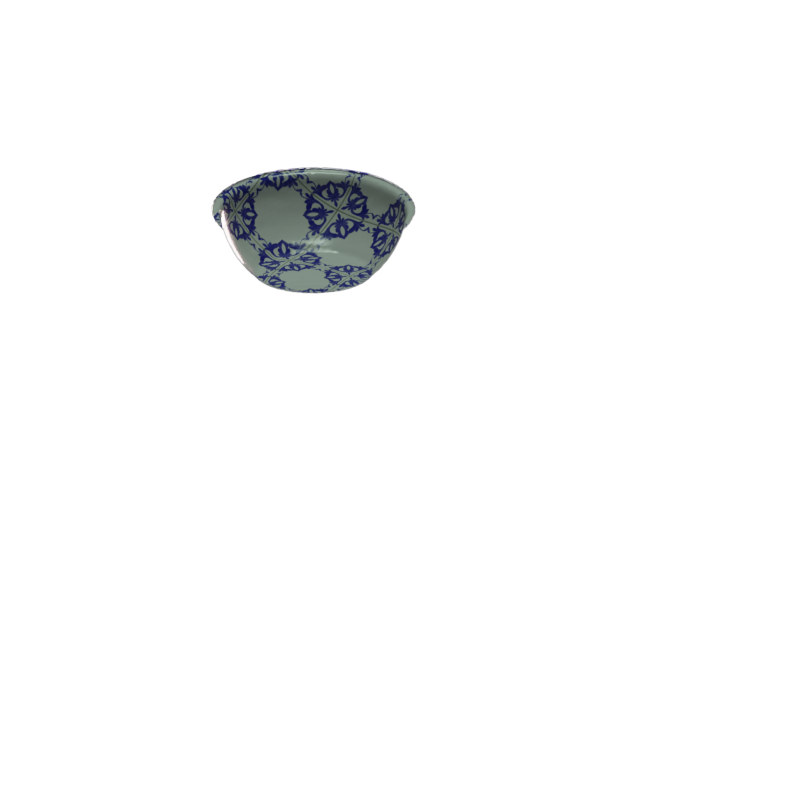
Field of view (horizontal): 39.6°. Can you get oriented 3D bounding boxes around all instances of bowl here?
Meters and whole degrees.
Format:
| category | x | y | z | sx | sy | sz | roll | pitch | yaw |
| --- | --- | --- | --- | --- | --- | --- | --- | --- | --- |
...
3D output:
| category | x | y | z | sx | sy | sz | roll | pitch | yaw |
| --- | --- | --- | --- | --- | --- | --- | --- | --- | --- |
| bowl | -0.068 | -0.124 | 0.871 | 0.162 | 0.058 | 0.155 | 0 | -16 | -2 |
